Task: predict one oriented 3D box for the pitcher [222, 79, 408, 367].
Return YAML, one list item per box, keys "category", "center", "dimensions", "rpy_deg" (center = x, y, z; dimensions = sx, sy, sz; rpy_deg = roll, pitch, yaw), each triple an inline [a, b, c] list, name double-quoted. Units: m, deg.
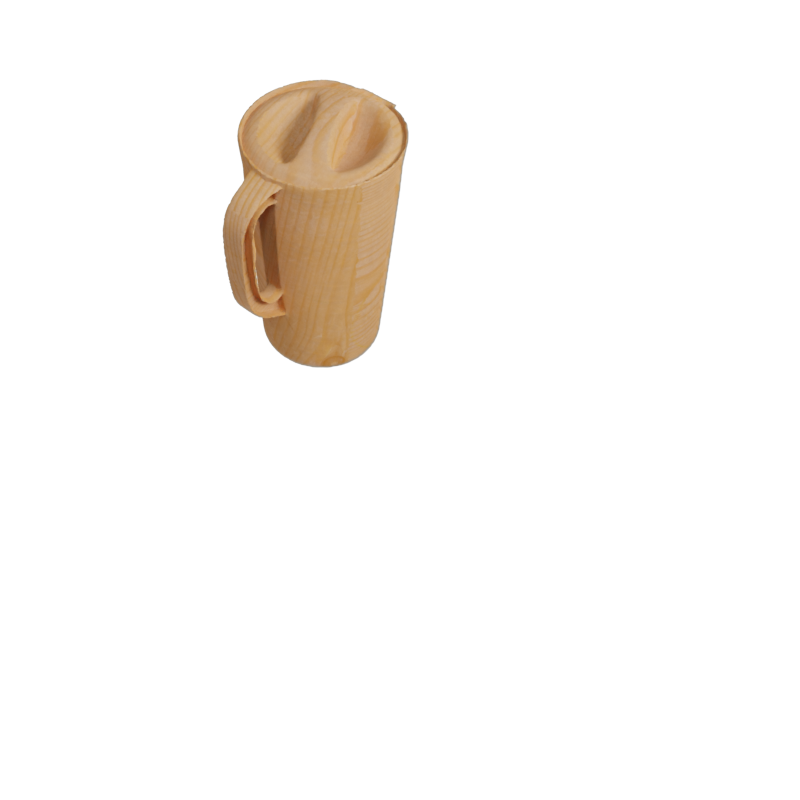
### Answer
- category: "pitcher"
  center: [-0.073, -0.134, 0.938]
  dimensions: [0.148, 0.156, 0.226]
  rpy_deg: [-4, -41, -6]
